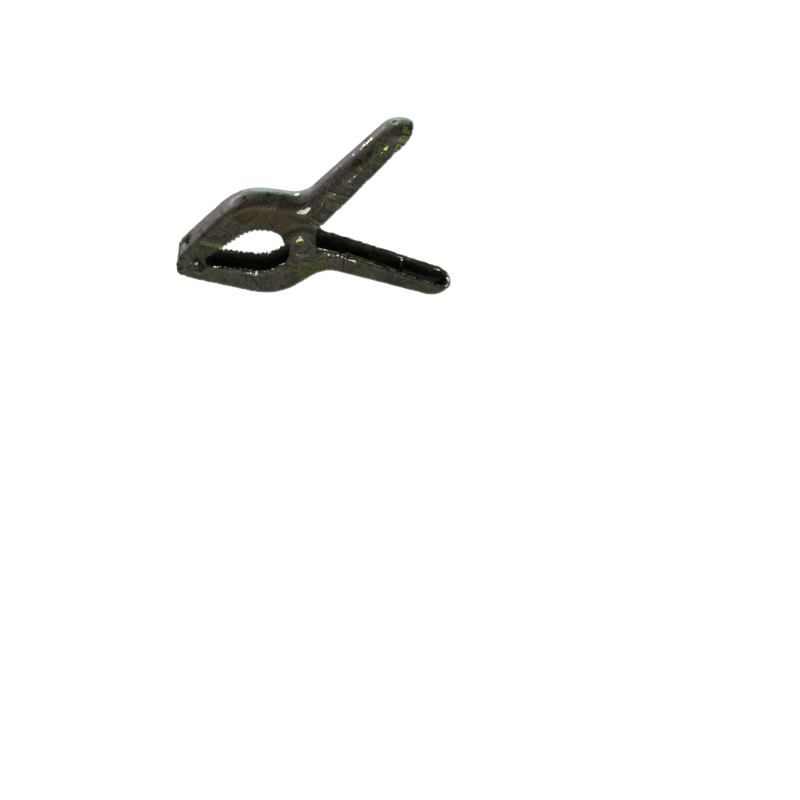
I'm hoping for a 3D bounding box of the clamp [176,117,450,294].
[{"bbox_3d":[-0.067,-0.122,0.854,0.211,0.152,0.039,-15,40,13],"label":"clamp"}]
